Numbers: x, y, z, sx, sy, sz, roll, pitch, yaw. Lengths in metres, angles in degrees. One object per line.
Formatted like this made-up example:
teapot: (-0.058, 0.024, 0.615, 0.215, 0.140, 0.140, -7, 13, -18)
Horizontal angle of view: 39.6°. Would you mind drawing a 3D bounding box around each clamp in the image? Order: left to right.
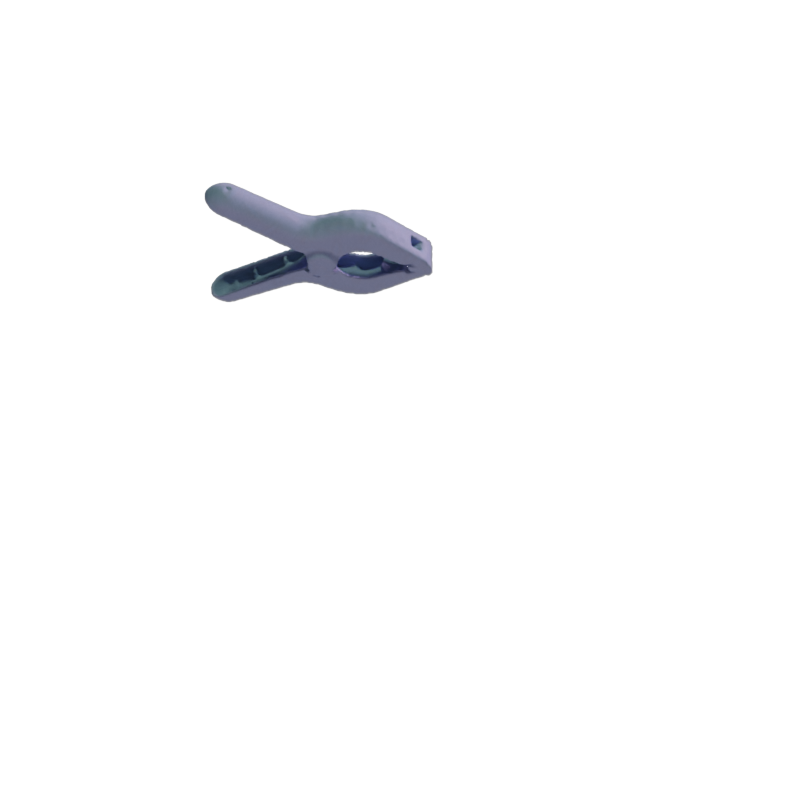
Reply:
clamp: (-0.063, -0.115, 0.806, 0.172, 0.042, 0.112, -3, -29, 5)
